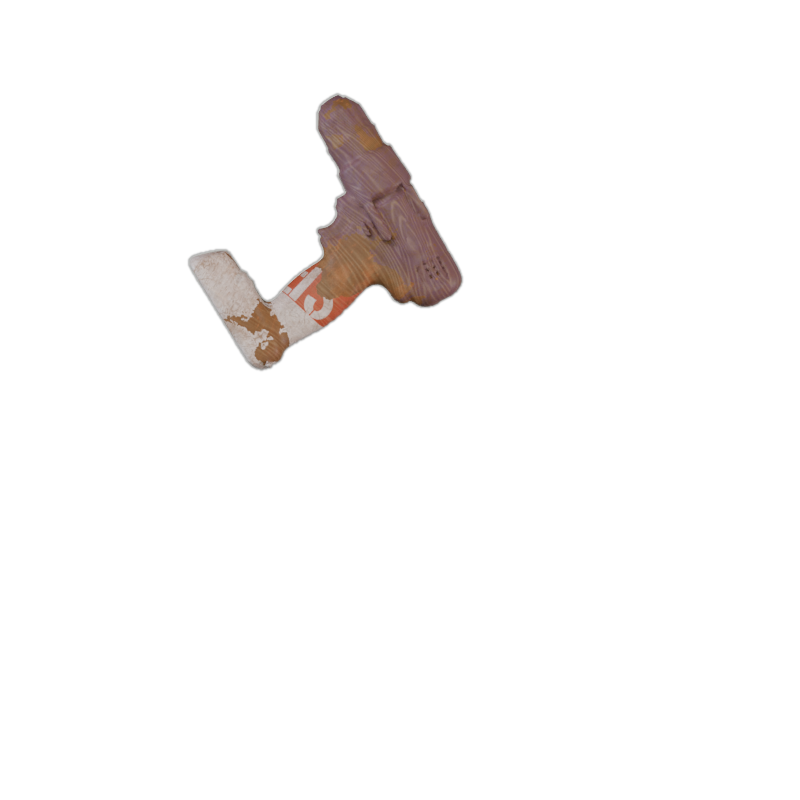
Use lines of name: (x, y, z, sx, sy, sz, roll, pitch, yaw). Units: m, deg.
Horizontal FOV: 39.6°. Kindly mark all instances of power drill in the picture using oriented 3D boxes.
power drill: (-0.069, -0.125, 0.877, 0.187, 0.186, 0.057, -30, -3, -2)
